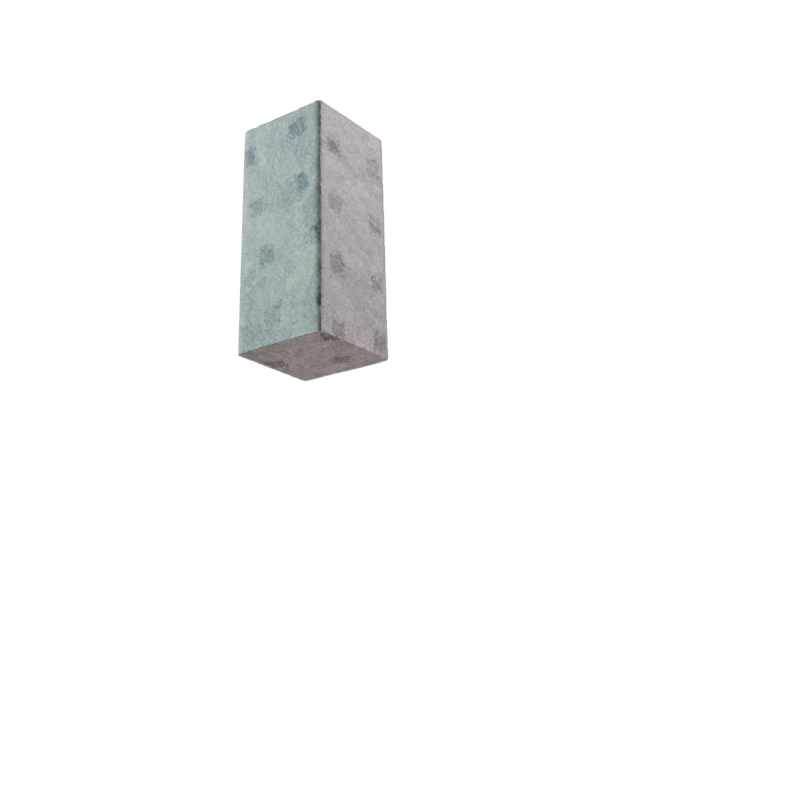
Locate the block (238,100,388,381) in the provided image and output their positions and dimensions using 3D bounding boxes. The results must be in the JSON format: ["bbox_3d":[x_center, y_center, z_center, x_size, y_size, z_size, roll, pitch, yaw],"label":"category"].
[{"bbox_3d":[-0.073,-0.133,0.933,0.091,0.218,0.085,-18,-28,33],"label":"block"}]
